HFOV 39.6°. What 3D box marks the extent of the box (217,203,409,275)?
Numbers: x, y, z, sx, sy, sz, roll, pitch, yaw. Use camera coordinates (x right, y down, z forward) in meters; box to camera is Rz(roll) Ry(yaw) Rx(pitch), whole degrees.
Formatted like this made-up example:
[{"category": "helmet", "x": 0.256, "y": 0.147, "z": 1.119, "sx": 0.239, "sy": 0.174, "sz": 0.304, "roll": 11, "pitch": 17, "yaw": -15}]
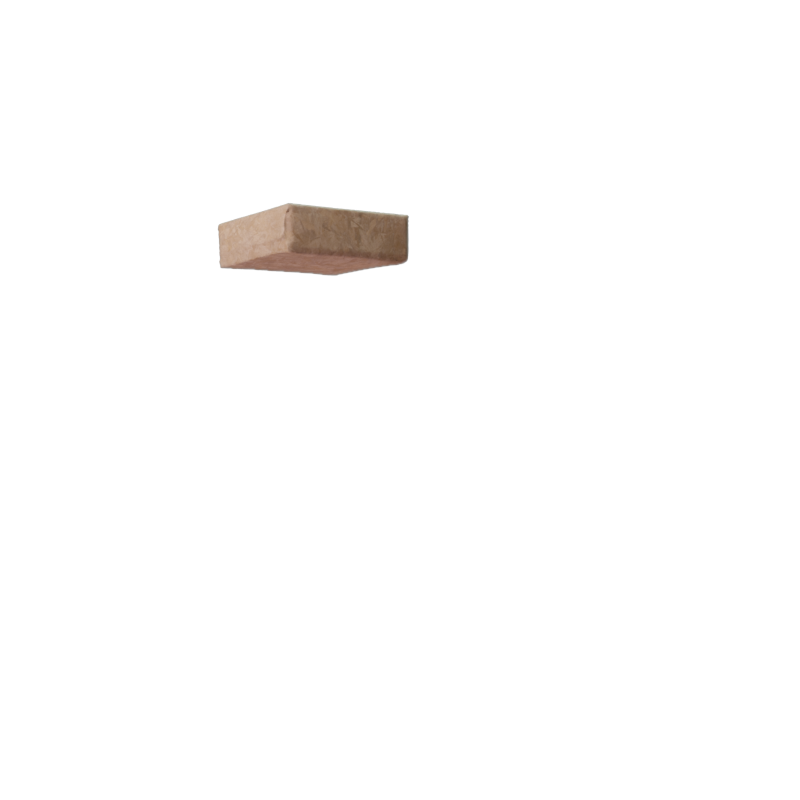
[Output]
[{"category": "box", "x": -0.063, "y": -0.116, "z": 0.810, "sx": 0.109, "sy": 0.039, "sz": 0.092, "roll": 2, "pitch": -3, "yaw": -39}]
